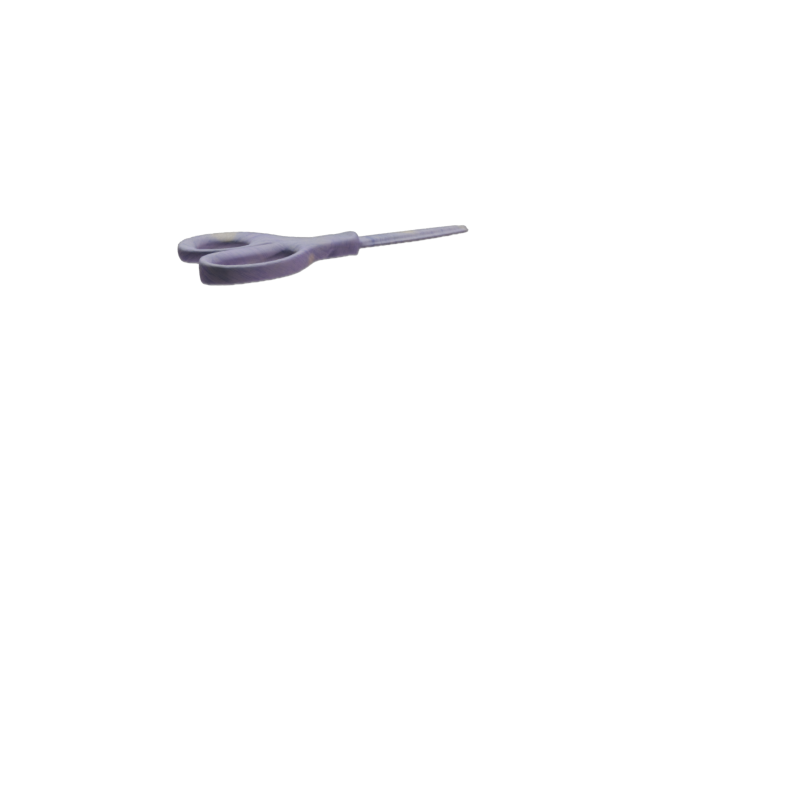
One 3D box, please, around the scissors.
[{"bbox_3d":[-0.056,-0.102,0.712,0.102,0.015,0.198,18,27,40],"label":"scissors"}]
